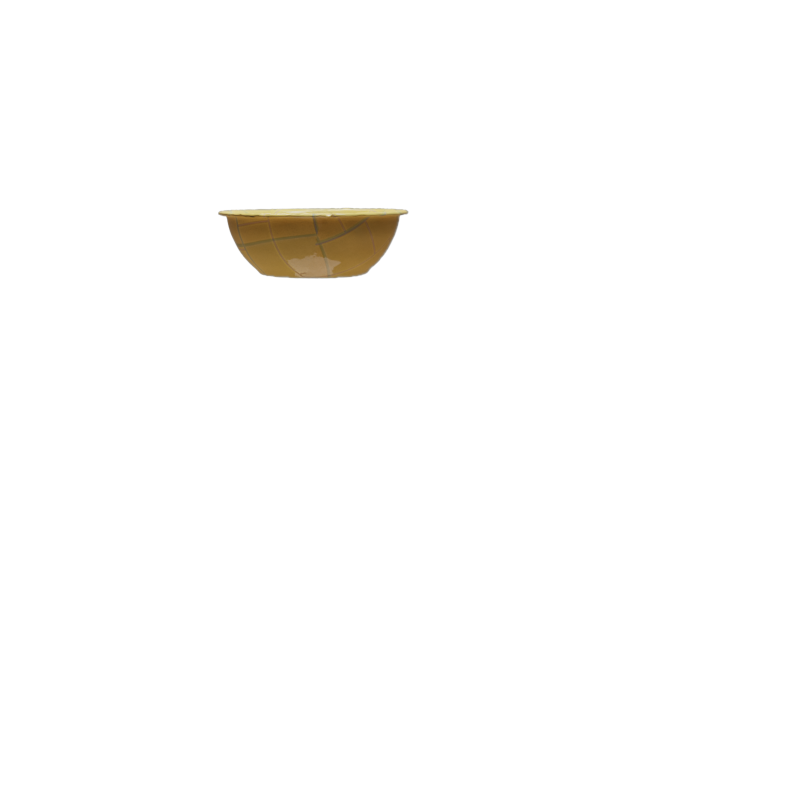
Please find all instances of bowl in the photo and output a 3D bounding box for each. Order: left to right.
[{"bbox_3d":[-0.074,-0.135,0.943,0.162,0.054,0.165,0,11,-2],"label":"bowl"}]
